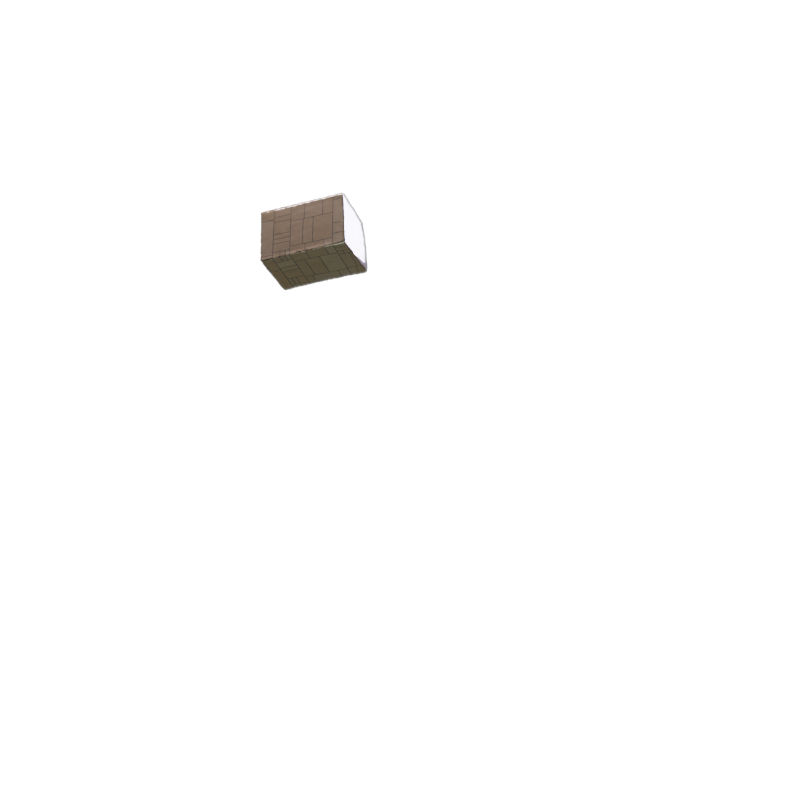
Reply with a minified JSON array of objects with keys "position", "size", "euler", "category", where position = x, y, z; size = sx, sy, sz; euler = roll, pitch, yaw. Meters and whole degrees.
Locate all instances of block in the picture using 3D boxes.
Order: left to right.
[{"position":[-0.073,-0.134,0.935],"size":[0.079,0.055,0.049],"euler":[-11,-31,17],"category":"block"}]
